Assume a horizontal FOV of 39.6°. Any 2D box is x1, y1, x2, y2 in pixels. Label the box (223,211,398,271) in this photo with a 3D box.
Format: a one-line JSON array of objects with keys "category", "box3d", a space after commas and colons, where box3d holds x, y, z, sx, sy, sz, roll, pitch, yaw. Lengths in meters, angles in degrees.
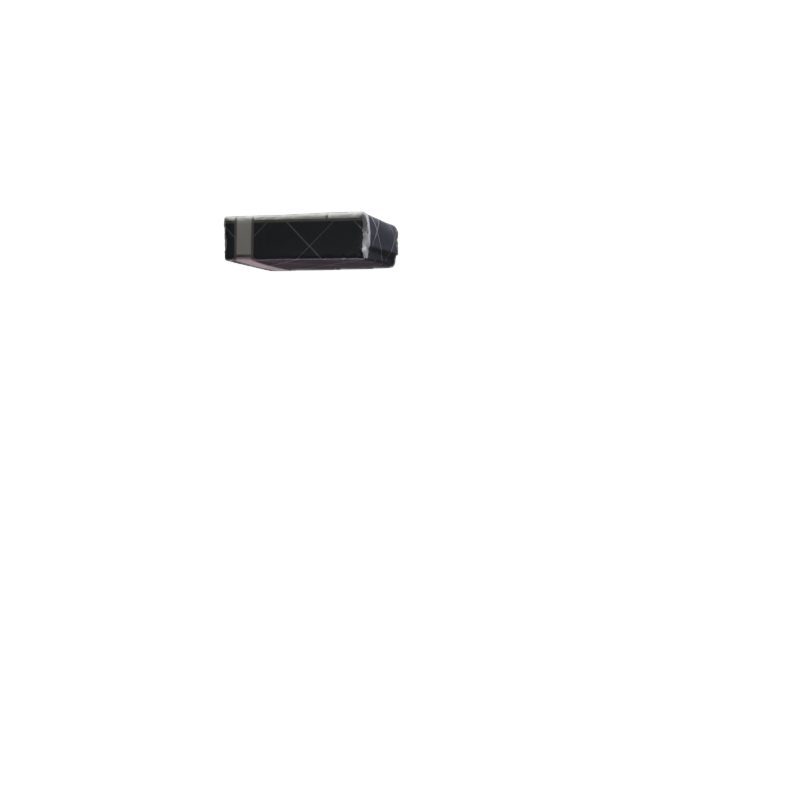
[{"category": "box", "box3d": [-0.053, -0.096, 0.675, 0.091, 0.030, 0.071, 0, 1, 17]}]
